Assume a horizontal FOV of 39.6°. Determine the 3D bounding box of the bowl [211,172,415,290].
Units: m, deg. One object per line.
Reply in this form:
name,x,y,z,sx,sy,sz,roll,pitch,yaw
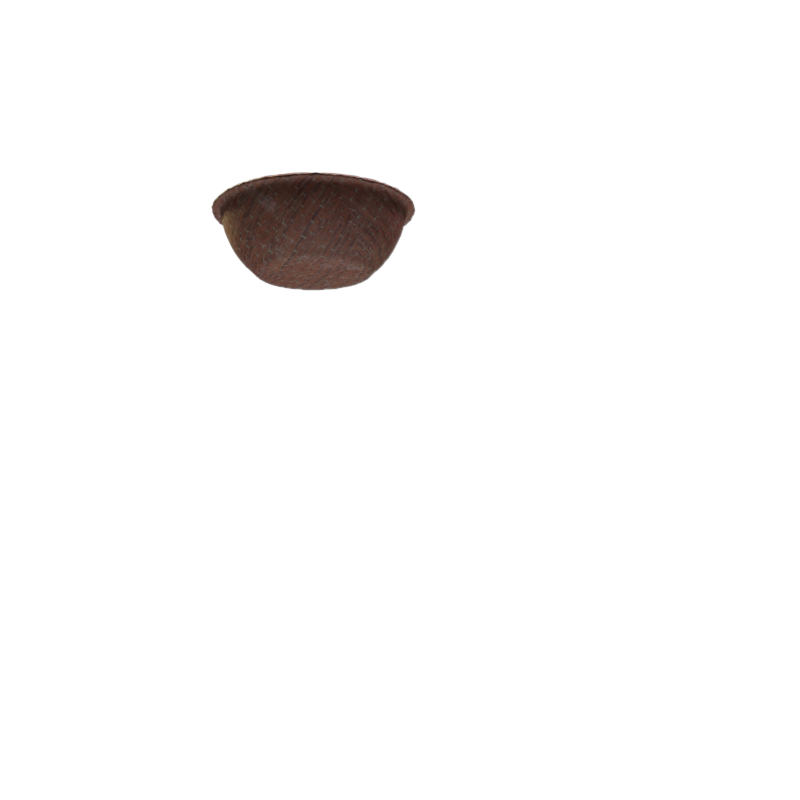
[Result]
bowl,-0.069,-0.125,0.876,0.162,0.057,0.157,0,-12,-2
